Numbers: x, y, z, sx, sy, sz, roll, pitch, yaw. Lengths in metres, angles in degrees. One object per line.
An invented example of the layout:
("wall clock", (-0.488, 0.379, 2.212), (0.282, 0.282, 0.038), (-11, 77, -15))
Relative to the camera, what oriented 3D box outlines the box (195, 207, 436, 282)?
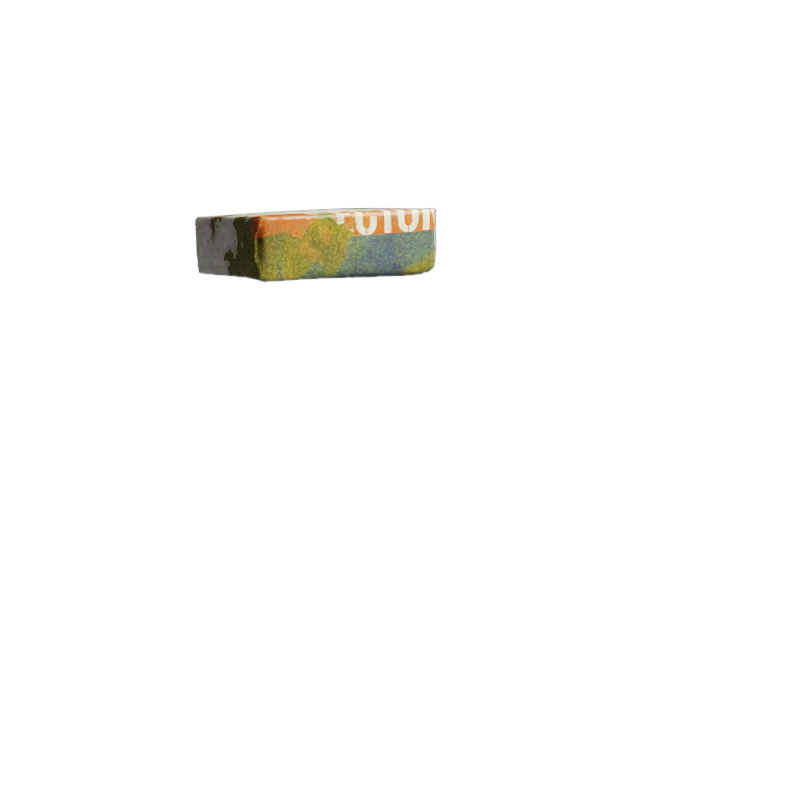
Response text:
("box", (-0.049, -0.090, 0.632), (0.110, 0.038, 0.094), (-5, 11, -29))
